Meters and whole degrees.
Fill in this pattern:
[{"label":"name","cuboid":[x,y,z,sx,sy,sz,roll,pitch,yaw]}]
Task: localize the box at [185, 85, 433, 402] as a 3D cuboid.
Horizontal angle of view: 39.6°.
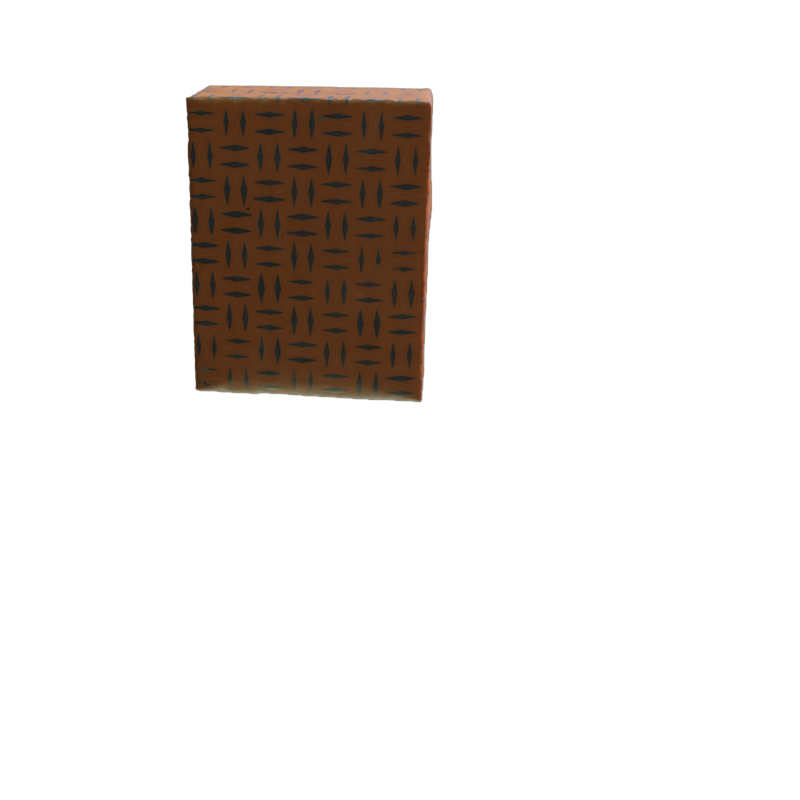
[{"label":"box","cuboid":[-0.061,-0.111,0.780,0.165,0.205,0.074,3,18,5]}]
